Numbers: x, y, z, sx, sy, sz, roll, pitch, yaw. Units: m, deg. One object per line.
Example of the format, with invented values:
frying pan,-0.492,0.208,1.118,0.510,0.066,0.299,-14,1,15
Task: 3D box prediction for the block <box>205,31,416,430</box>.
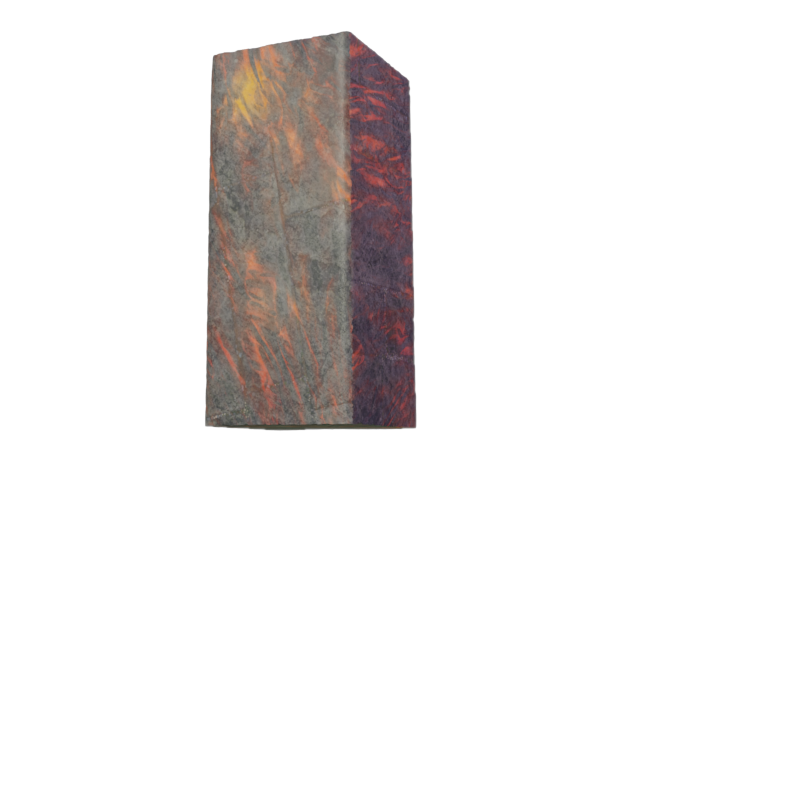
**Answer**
block,-0.049,-0.089,0.623,0.092,0.212,0.086,-5,-11,23
